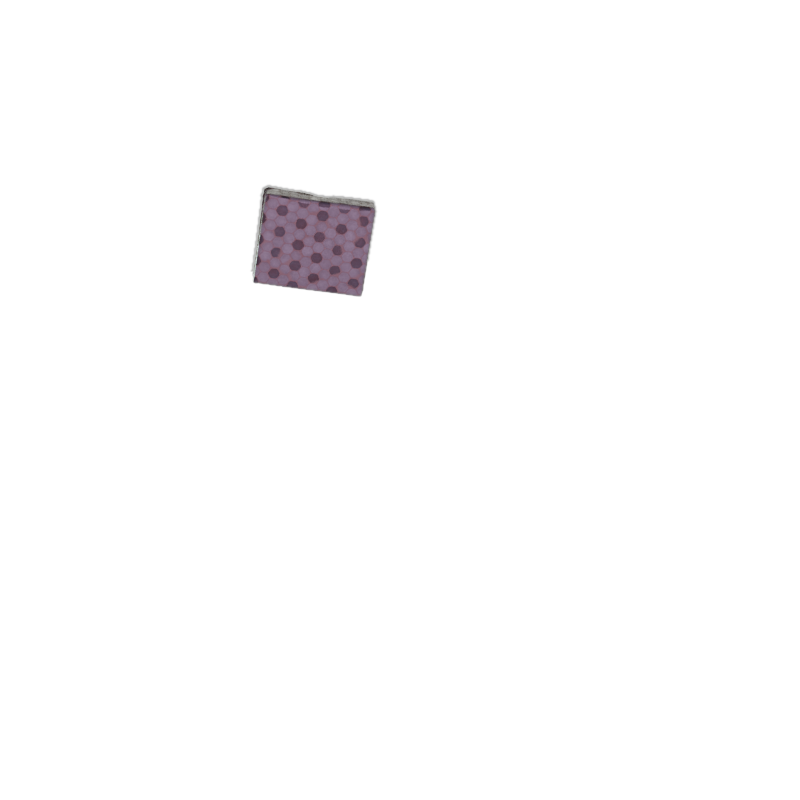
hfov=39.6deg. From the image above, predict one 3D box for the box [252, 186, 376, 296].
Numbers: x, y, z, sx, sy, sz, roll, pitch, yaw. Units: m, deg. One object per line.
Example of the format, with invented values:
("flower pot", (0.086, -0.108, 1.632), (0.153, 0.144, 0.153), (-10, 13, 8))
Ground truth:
("box", (-0.068, -0.125, 0.873), (0.089, 0.071, 0.031), (8, 17, -3))
